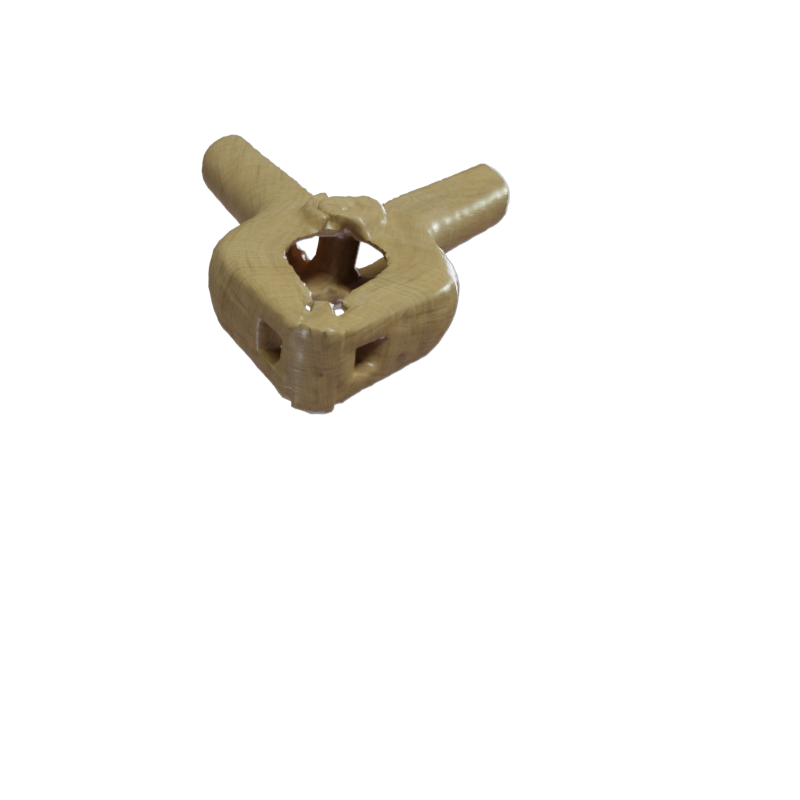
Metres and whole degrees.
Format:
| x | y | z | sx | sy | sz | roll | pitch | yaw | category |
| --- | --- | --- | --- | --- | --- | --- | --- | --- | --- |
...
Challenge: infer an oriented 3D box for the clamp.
| x | y | z | sx | sy | sz | roll | pitch | yaw | category |
| --- | --- | --- | --- | --- | --- | --- | --- | --- | --- |
| -0.030 | -0.054 | 0.379 | 0.122 | 0.037 | 0.177 | 5 | 27 | 10 | clamp |
